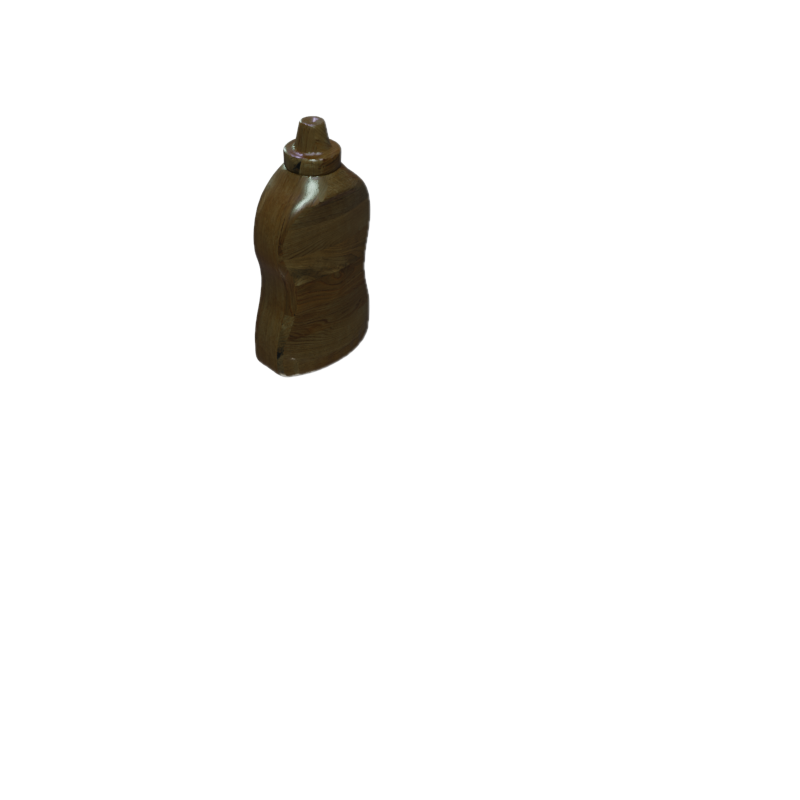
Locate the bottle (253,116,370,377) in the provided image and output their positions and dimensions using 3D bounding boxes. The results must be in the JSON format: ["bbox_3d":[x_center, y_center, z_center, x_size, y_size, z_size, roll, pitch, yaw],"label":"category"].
[{"bbox_3d":[-0.064,-0.116,0.809,0.095,0.180,0.062,-26,42,-36],"label":"bottle"}]
